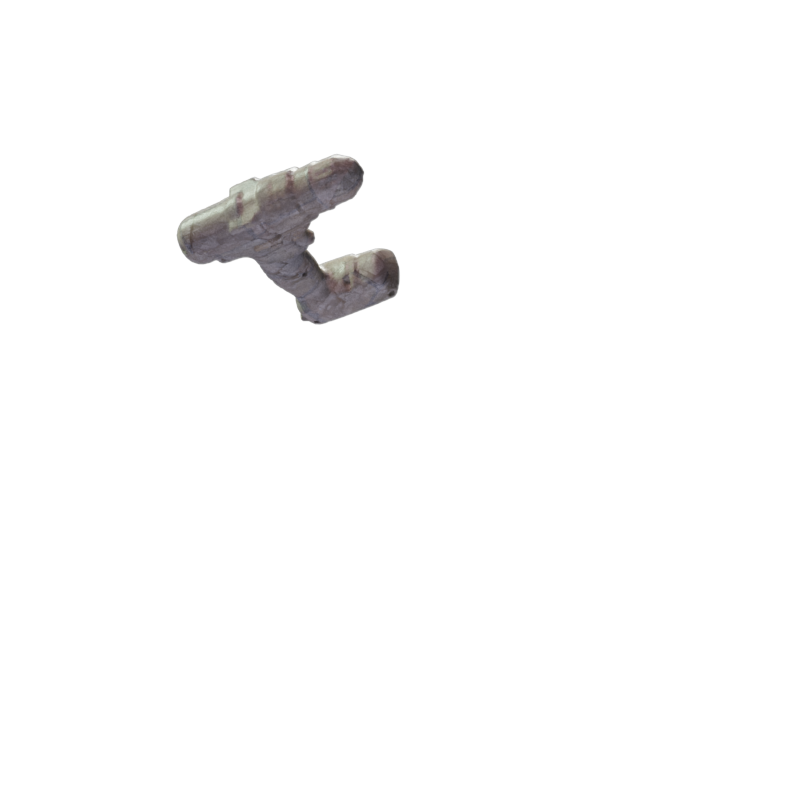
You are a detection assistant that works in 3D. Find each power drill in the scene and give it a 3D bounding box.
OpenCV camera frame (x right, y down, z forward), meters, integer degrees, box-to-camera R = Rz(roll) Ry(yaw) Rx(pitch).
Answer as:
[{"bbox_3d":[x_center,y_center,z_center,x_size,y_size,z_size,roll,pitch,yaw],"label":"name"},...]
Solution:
[{"bbox_3d":[-0.078,-0.142,0.998,0.186,0.061,0.174,-16,-32,28],"label":"power drill"}]
